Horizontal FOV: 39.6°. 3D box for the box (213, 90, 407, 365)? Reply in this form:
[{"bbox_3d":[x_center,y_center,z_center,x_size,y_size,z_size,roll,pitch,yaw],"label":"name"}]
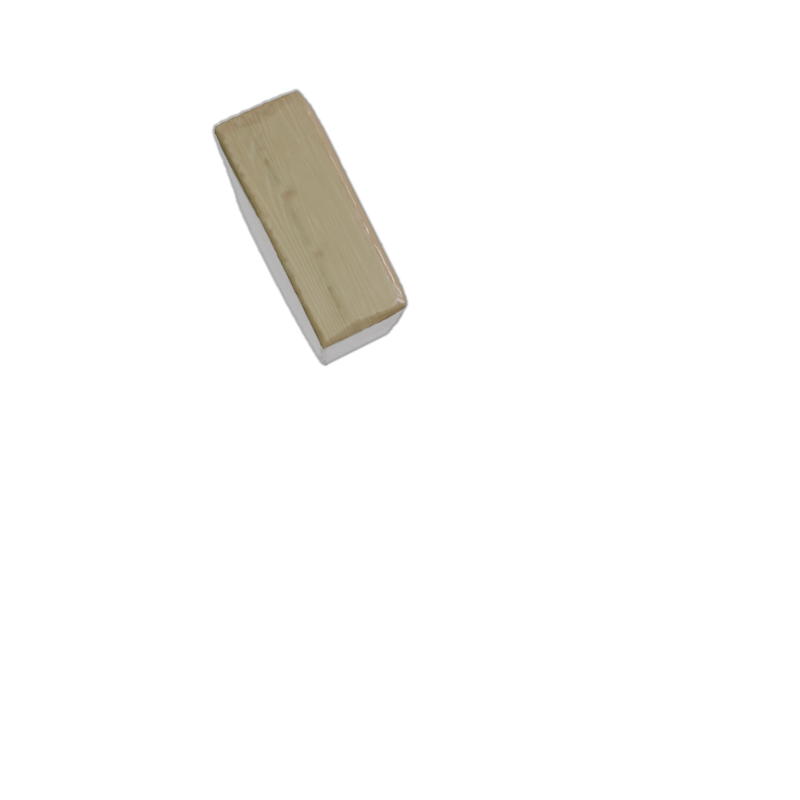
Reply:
[{"bbox_3d":[-0.064,-0.116,0.815,0.072,0.167,0.211,-27,-3,-5],"label":"box"}]
